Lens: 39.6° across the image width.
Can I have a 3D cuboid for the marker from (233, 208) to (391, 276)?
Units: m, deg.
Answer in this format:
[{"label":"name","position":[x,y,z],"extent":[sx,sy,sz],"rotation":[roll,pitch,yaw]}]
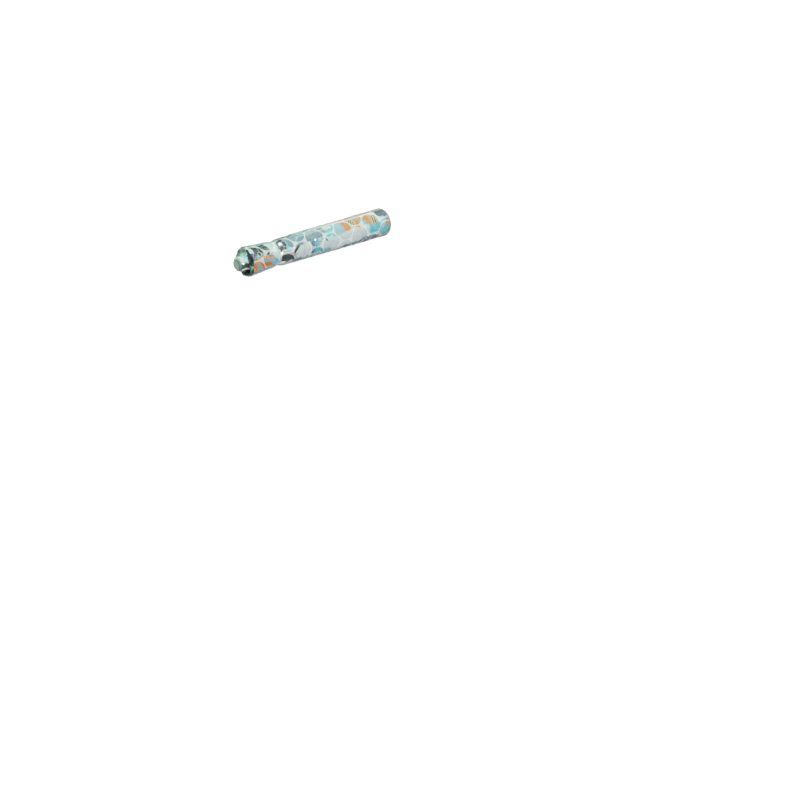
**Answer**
[{"label":"marker","position":[-0.055,-0.101,0.705],"extent":[0.119,0.019,0.021],"rotation":[-23,18,-38]}]
